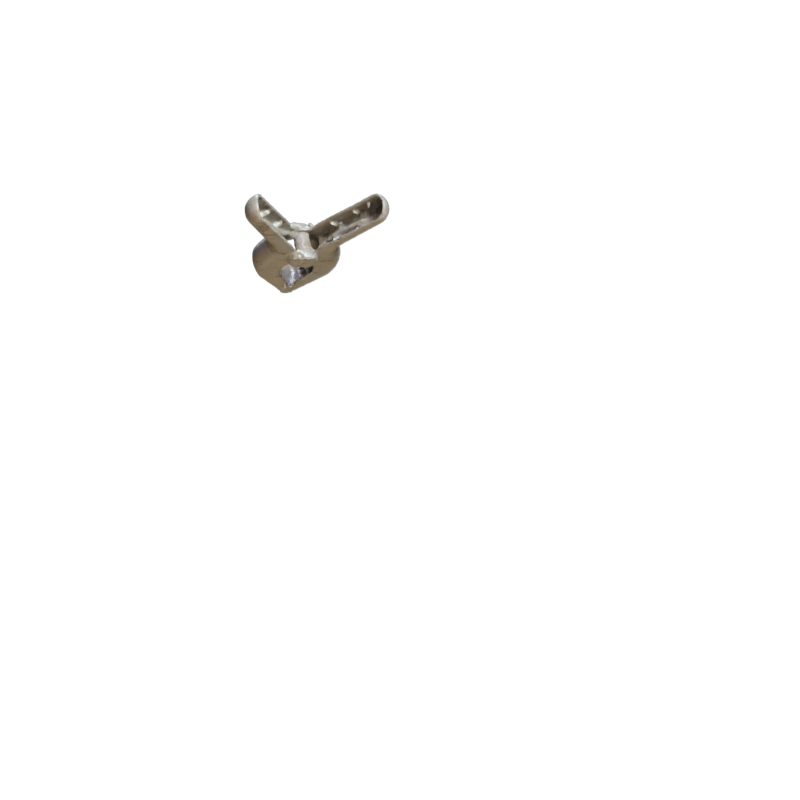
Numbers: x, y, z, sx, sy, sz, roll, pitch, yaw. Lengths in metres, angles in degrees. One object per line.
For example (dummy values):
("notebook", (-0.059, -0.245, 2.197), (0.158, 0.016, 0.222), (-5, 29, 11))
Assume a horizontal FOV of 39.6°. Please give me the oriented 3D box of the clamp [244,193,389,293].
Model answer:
("clamp", (-0.076, -0.139, 0.972), (0.119, 0.041, 0.165), (1, -15, -6))
